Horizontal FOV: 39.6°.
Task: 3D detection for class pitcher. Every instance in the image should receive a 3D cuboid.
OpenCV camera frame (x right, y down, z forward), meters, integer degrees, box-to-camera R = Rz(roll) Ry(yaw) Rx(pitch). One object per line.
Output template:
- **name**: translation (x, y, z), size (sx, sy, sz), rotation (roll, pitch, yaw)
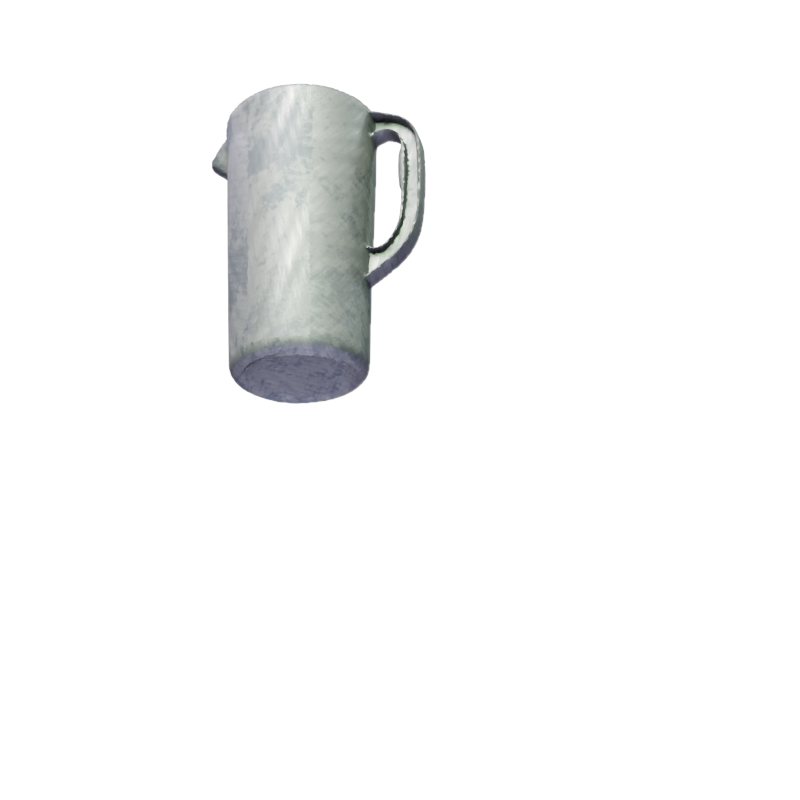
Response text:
- **pitcher**: translation (-0.070, -0.128, 0.900), size (0.139, 0.259, 0.146), rotation (13, -32, -25)
